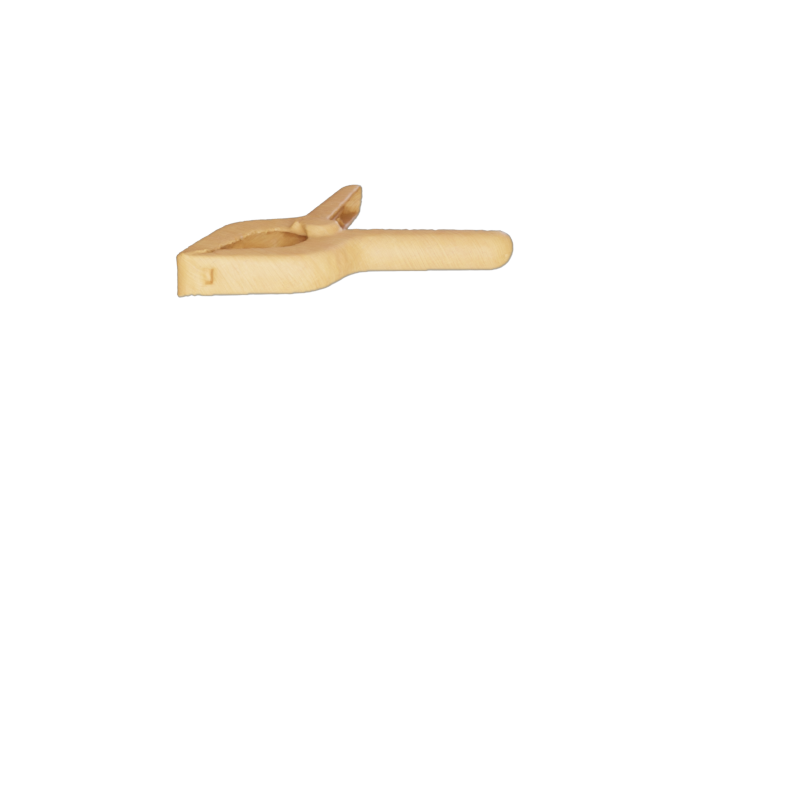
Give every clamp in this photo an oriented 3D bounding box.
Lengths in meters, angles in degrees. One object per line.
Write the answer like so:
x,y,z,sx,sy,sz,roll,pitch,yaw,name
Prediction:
-0.057,-0.103,0.723,0.206,0.035,0.176,-14,27,-29,clamp
